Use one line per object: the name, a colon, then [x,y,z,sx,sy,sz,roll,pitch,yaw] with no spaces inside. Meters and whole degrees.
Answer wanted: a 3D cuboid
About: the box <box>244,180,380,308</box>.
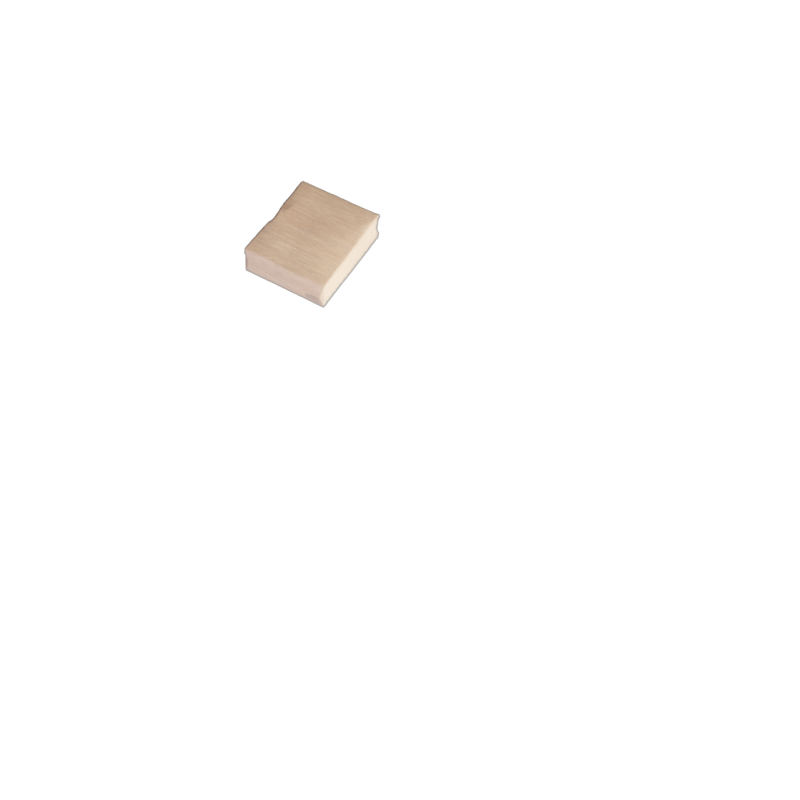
box: [-0.068,-0.124,0.868,0.076,0.092,0.028,25,-33,17]
